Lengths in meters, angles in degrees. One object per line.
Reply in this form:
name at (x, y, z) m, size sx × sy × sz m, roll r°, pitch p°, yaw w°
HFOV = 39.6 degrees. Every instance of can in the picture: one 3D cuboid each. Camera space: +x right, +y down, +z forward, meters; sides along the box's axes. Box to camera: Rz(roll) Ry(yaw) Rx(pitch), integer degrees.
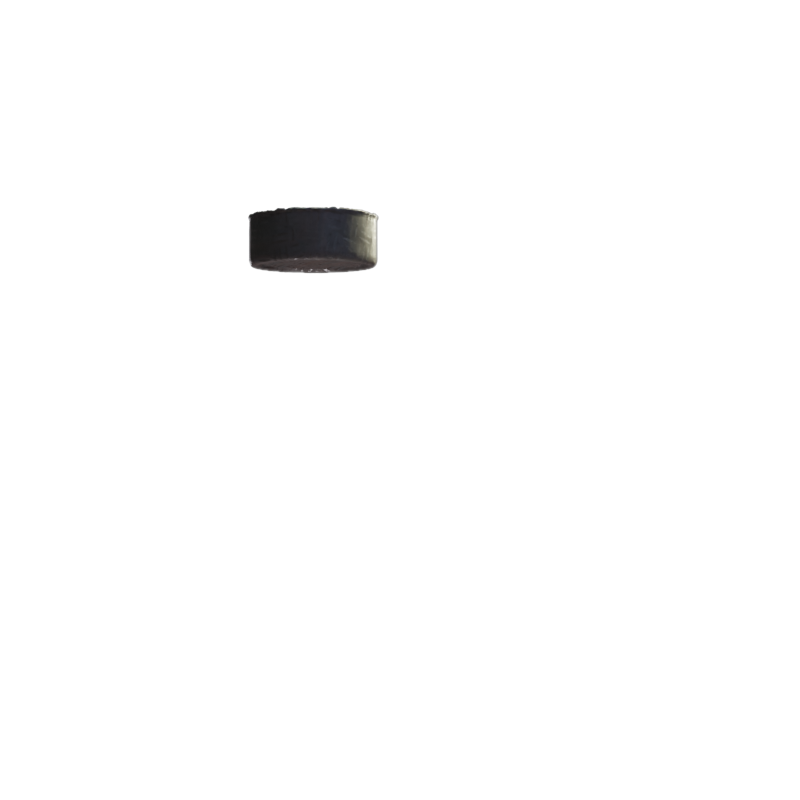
can at (-0.057, -0.104, 0.727) m, size 0.086 × 0.034 × 0.085 m, roll 0°, pitch 0°, yaw -2°
